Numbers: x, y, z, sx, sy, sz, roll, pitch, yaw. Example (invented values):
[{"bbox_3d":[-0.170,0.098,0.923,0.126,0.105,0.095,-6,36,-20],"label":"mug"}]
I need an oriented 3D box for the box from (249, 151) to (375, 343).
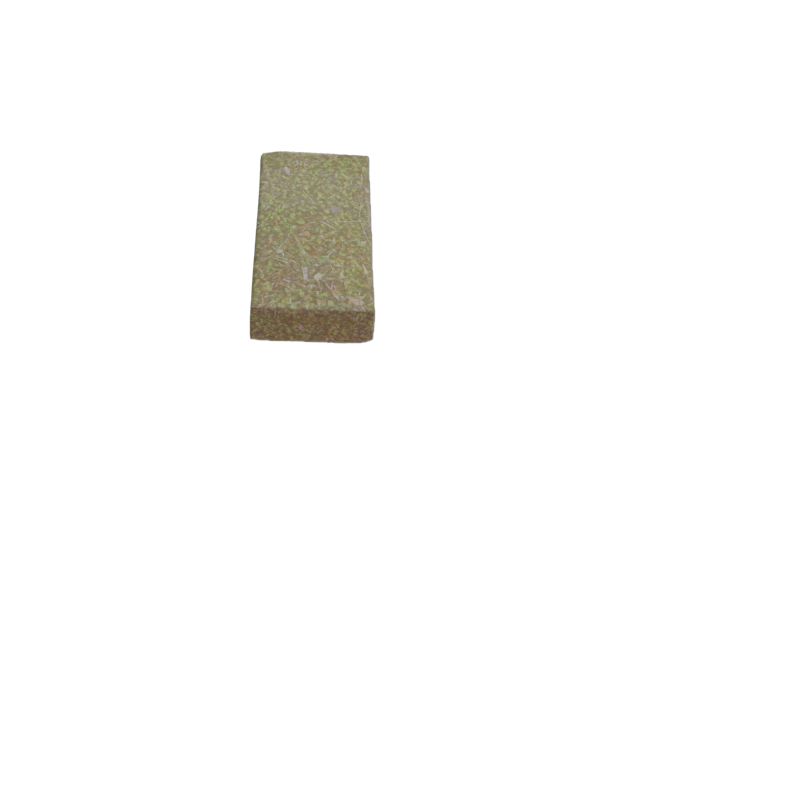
[{"bbox_3d":[-0.069,-0.125,0.873,0.093,0.189,0.045,1,-40,-4],"label":"box"}]
